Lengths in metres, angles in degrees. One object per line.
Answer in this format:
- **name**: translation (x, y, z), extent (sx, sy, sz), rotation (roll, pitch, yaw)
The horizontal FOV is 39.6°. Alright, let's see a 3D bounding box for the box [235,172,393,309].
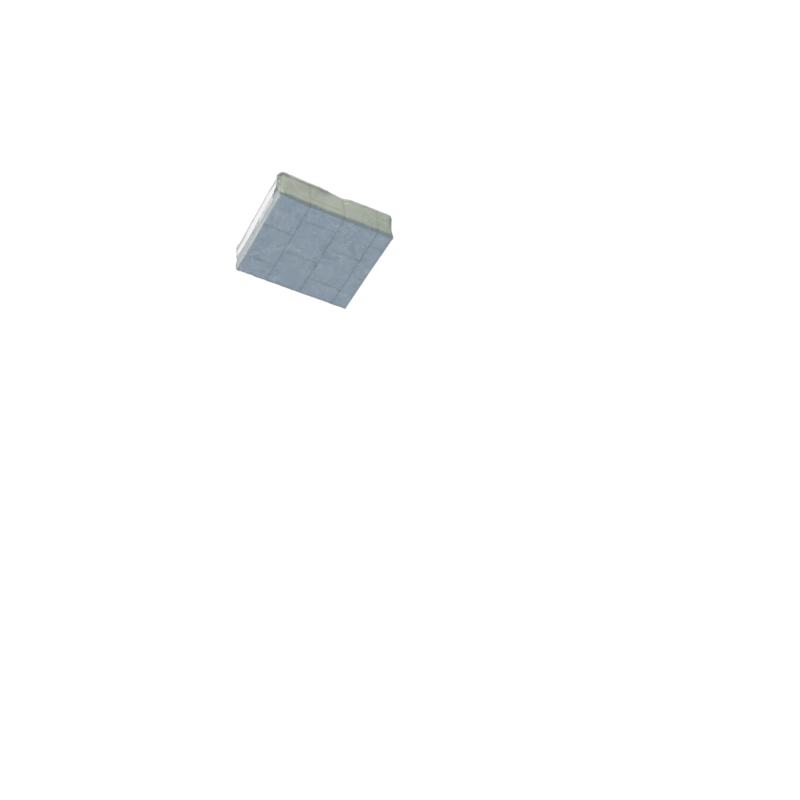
- **box**: translation (-0.061, -0.110, 0.773), extent (0.086, 0.070, 0.032), rotation (21, 38, -17)
